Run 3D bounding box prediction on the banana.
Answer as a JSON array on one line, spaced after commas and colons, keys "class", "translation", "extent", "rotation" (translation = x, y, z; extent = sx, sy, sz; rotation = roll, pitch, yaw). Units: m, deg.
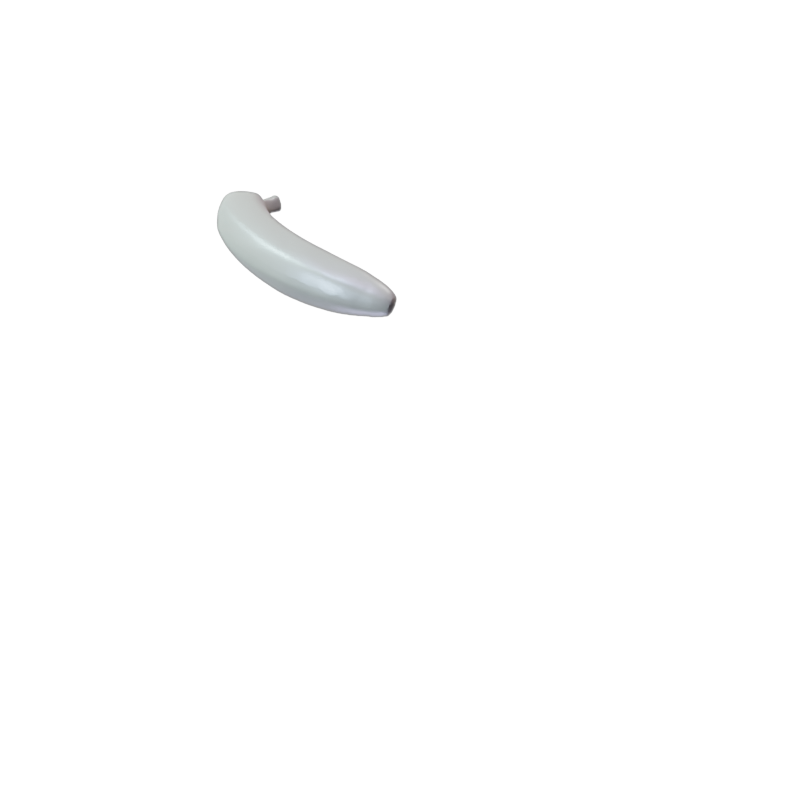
[{"class": "banana", "translation": [-0.075, -0.102, 0.728], "extent": [0.068, 0.035, 0.213], "rotation": [-13, 33, -22]}]
